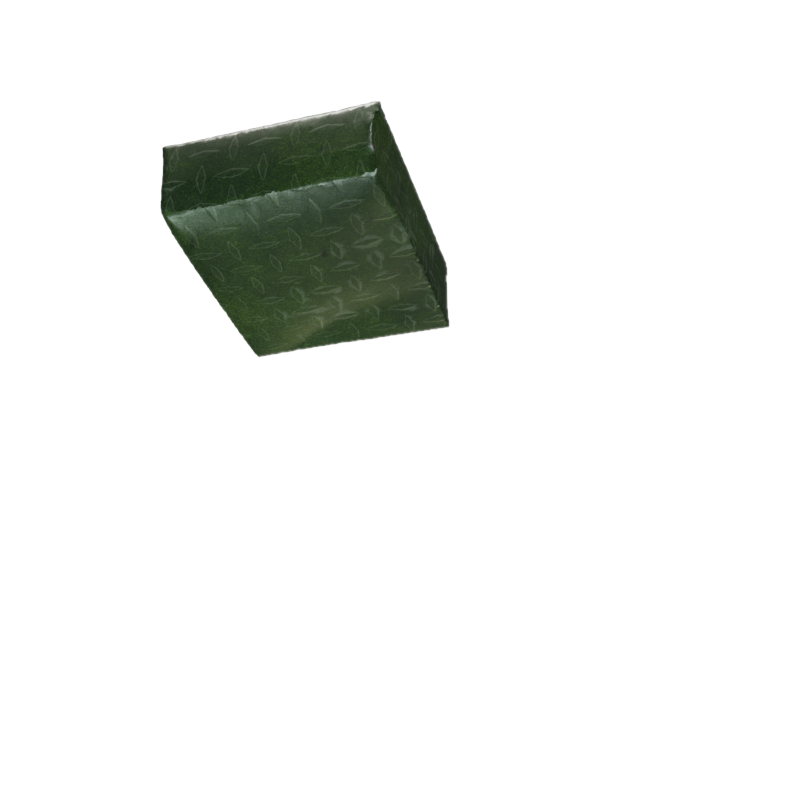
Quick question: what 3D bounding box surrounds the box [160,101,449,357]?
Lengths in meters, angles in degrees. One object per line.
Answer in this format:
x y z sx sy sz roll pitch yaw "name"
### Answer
-0.036 -0.065 0.453 0.091 0.041 0.105 -9 -31 14 "box"
